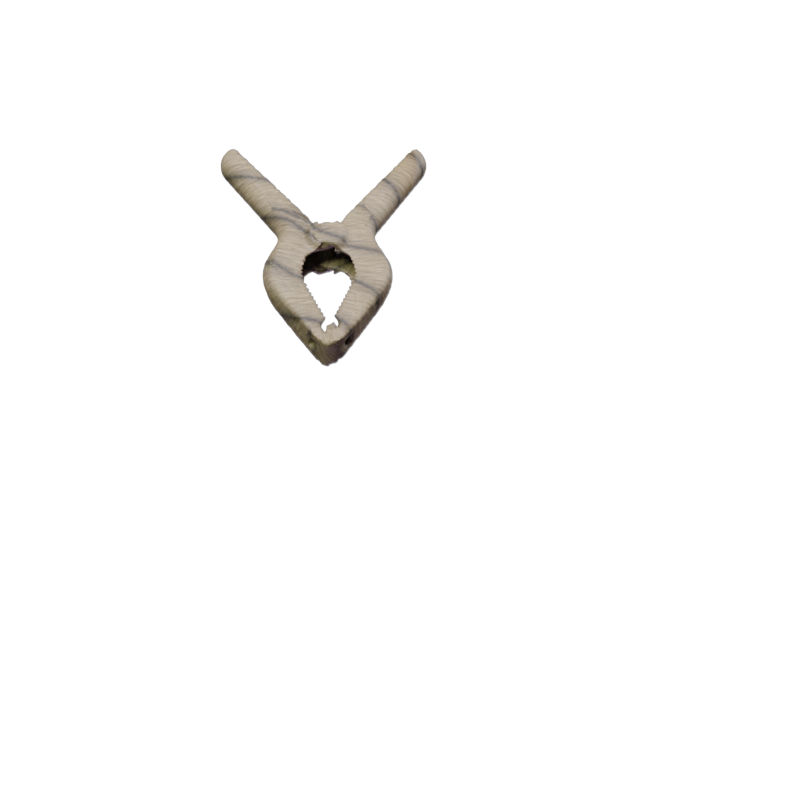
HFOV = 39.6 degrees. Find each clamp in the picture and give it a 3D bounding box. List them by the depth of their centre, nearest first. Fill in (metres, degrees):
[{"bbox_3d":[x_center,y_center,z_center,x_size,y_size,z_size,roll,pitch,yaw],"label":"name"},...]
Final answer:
[{"bbox_3d":[-0.066,-0.120,0.838,0.165,0.224,0.034,3,-39,2],"label":"clamp"}]
